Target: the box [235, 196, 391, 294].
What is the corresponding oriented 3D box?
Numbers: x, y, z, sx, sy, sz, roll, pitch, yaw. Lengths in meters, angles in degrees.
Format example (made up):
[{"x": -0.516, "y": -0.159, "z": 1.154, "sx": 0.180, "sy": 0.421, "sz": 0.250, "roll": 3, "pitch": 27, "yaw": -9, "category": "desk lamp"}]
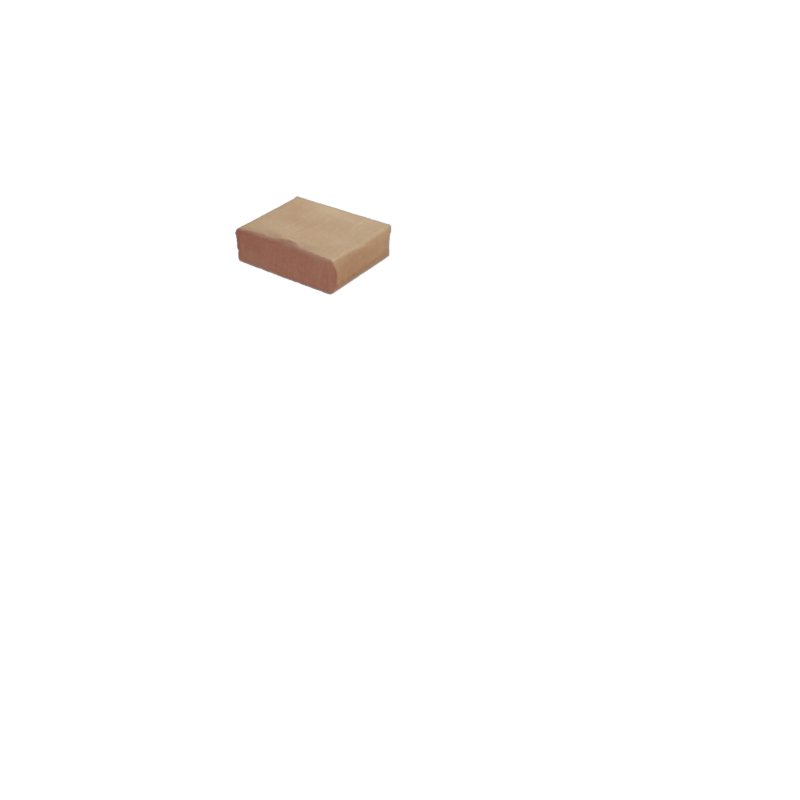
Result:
[{"x": -0.063, "y": -0.115, "z": 0.807, "sx": 0.094, "sy": 0.028, "sz": 0.074, "roll": 22, "pitch": 38, "yaw": 30, "category": "box"}]
